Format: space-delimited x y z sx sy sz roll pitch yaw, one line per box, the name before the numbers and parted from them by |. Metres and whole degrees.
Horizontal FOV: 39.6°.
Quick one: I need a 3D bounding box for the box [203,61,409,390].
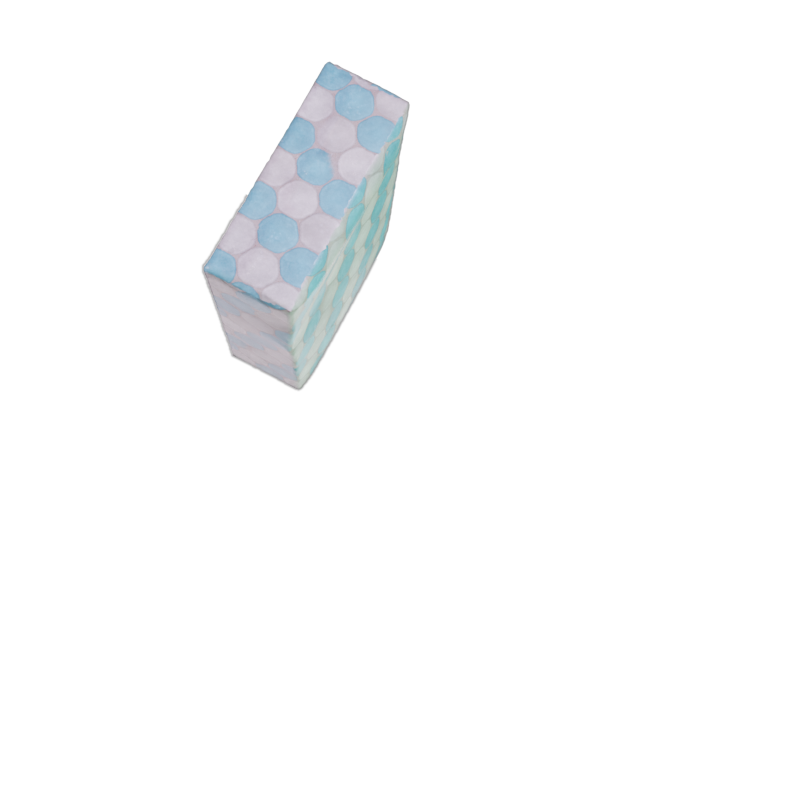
box | -0.062 -0.112 0.787 0.073 0.168 0.206 27 -15 2
